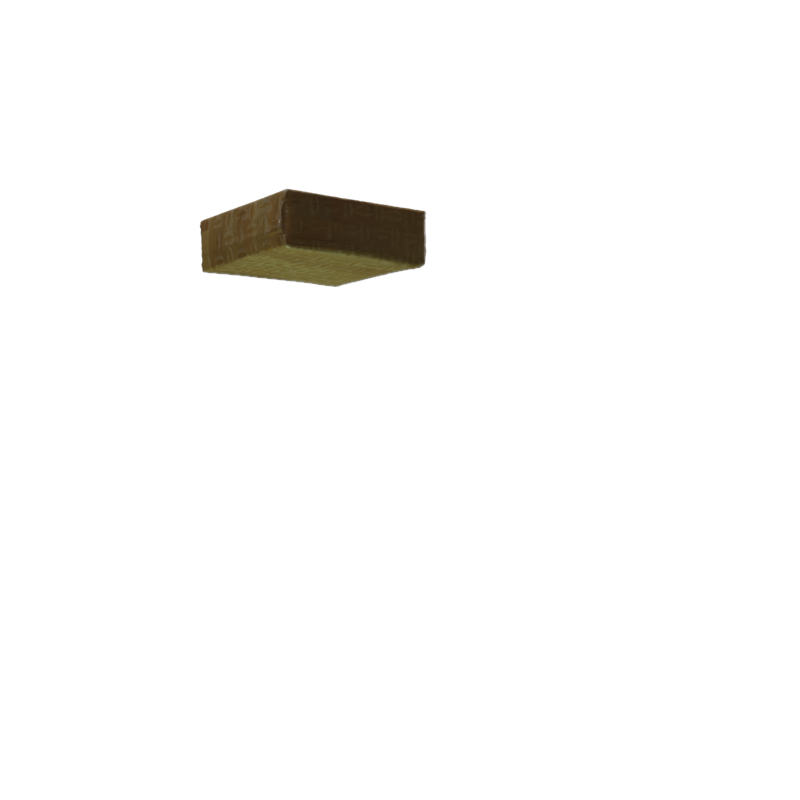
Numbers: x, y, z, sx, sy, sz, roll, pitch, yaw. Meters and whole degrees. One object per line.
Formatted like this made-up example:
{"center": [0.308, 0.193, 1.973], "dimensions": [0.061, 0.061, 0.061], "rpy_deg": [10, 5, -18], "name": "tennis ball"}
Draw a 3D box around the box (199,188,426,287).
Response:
{"center": [-0.053, -0.098, 0.684], "dimensions": [0.108, 0.040, 0.092], "rpy_deg": [5, -8, -40], "name": "box"}
